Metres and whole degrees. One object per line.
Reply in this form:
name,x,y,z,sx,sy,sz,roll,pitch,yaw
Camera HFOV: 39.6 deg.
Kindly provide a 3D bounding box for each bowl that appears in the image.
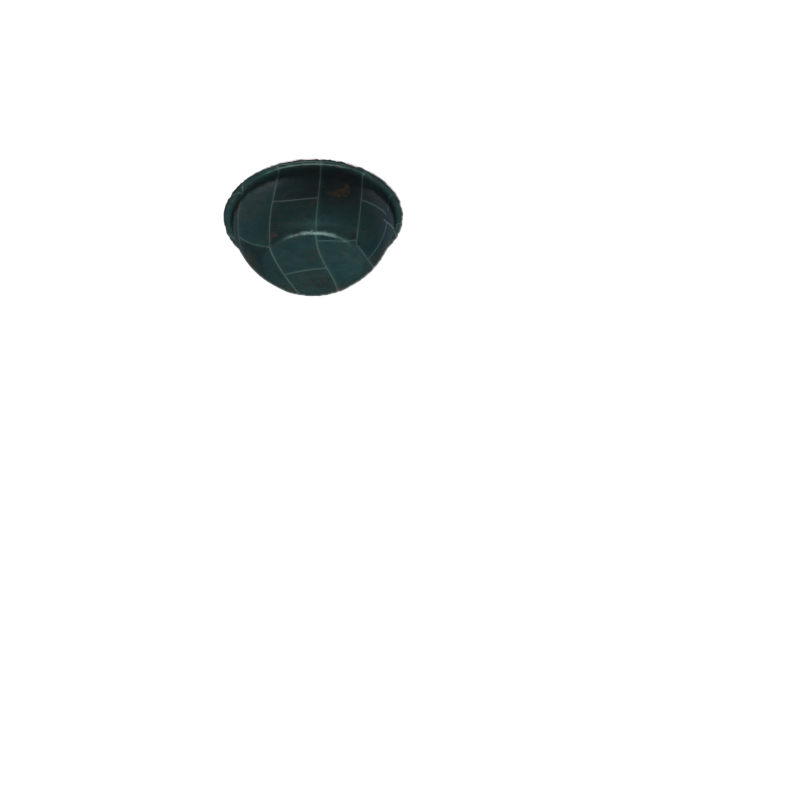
bowl,-0.077,-0.140,0.983,0.162,0.059,0.152,1,-34,-2
